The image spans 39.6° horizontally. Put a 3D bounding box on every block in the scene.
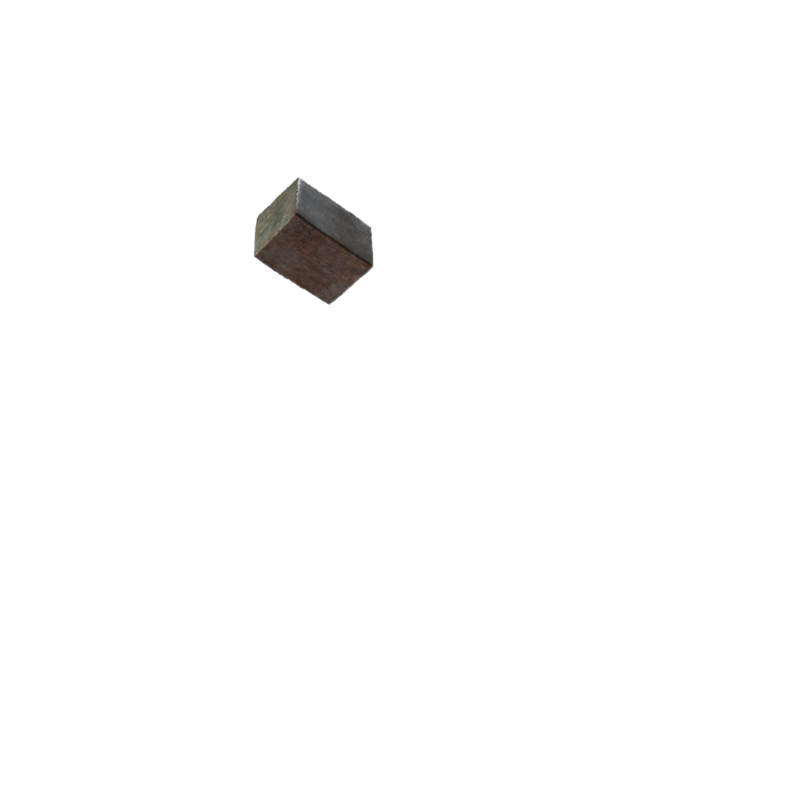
[{"bbox_3d":[-0.066,-0.121,0.845,0.074,0.055,0.052,33,-57,-27],"label":"block"}]
